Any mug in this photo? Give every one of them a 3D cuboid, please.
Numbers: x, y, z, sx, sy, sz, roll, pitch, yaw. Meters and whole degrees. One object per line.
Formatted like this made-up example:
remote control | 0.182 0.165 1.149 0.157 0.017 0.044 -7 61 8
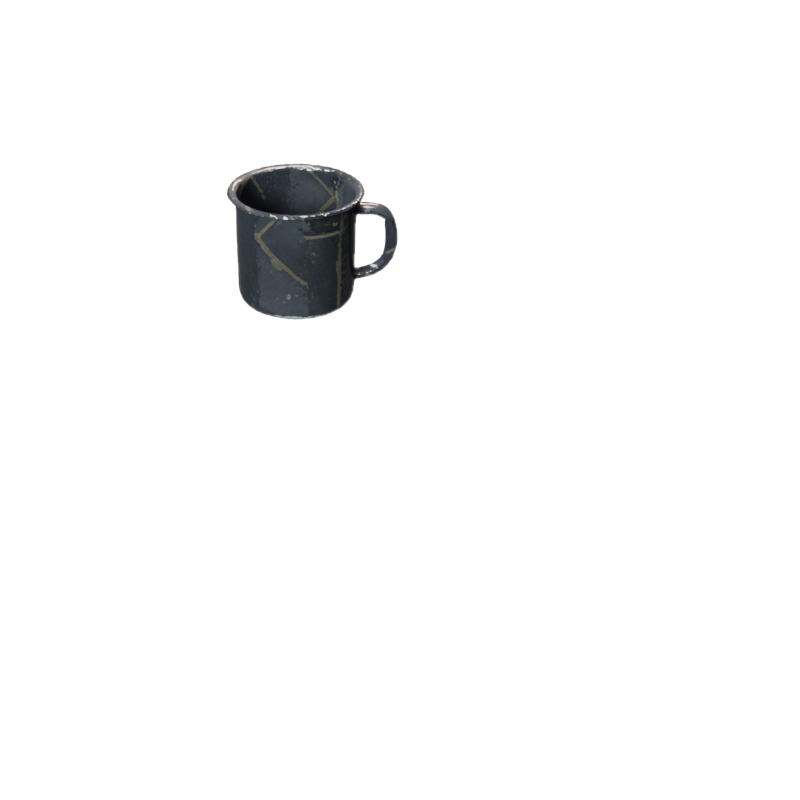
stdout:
mug | -0.060 -0.110 0.769 0.116 0.077 0.100 -3 31 -7
